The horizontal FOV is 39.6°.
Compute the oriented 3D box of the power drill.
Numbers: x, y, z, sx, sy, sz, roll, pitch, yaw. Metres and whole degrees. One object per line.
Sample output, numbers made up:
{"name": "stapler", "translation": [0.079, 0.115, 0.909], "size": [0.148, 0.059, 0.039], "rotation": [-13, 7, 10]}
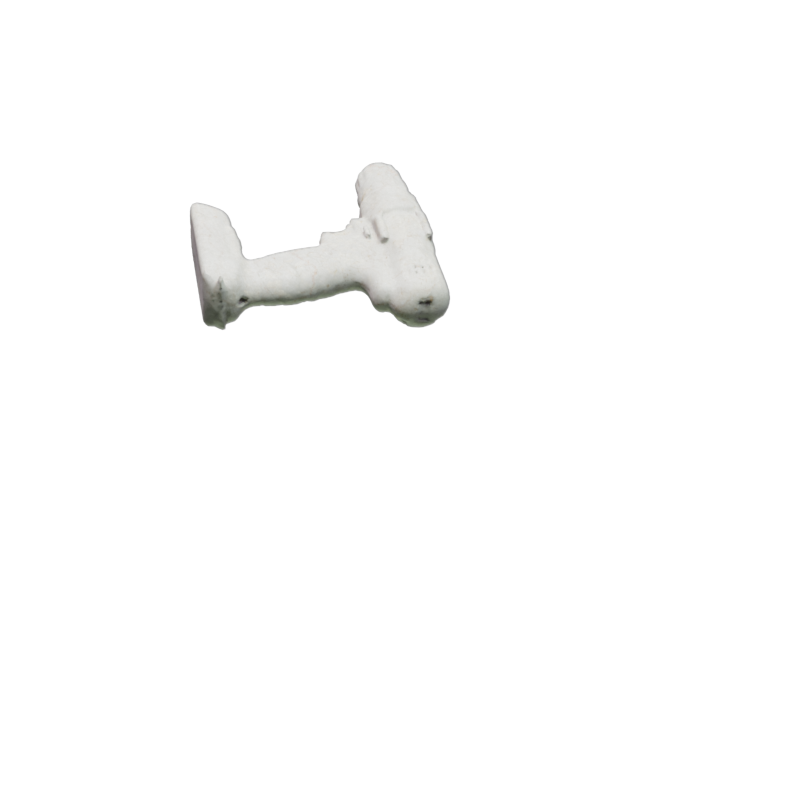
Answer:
{"name": "power drill", "translation": [-0.068, -0.124, 0.866], "size": [0.186, 0.054, 0.199], "rotation": [-7, 41, -9]}
